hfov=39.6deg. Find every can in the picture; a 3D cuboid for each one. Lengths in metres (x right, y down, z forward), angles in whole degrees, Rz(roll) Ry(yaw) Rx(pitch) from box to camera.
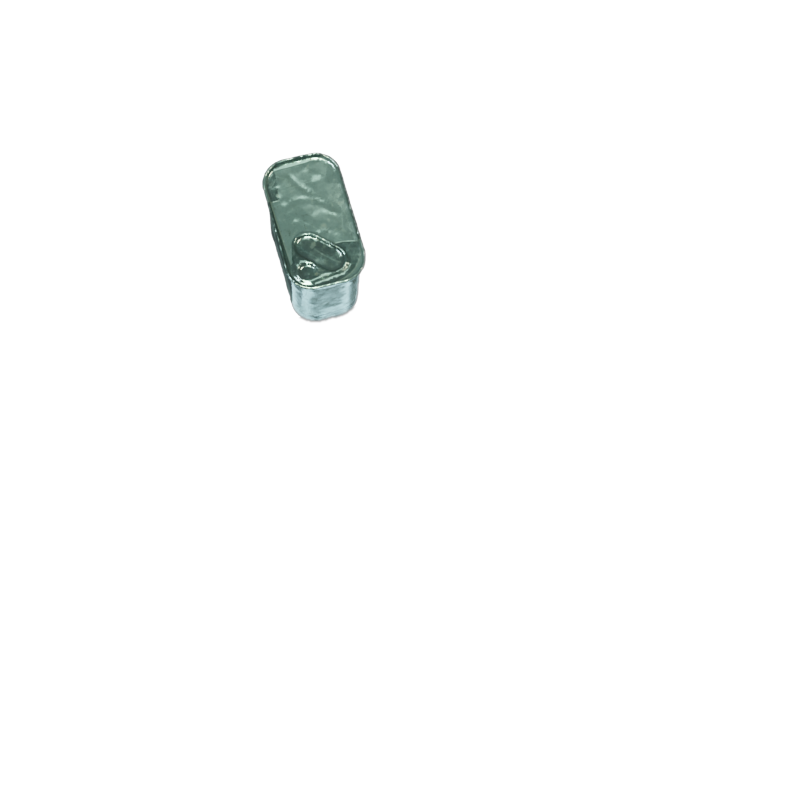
[{"bbox_3d":[-0.064,-0.116,0.815,0.057,0.107,0.080,-14,-19,-7],"label":"can"}]
